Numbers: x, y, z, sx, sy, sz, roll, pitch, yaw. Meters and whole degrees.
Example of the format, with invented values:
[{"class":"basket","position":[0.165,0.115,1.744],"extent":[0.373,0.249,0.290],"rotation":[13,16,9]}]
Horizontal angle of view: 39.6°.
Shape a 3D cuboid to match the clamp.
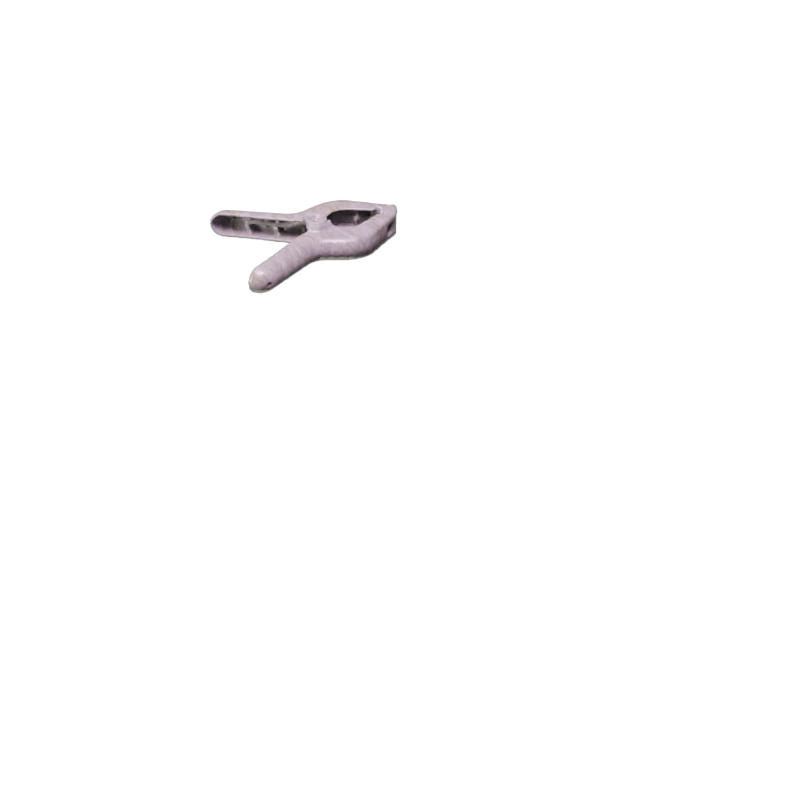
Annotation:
[{"class":"clamp","position":[-0.078,-0.143,1.000],"extent":[0.170,0.036,0.130],"rotation":[-10,44,-11]}]
